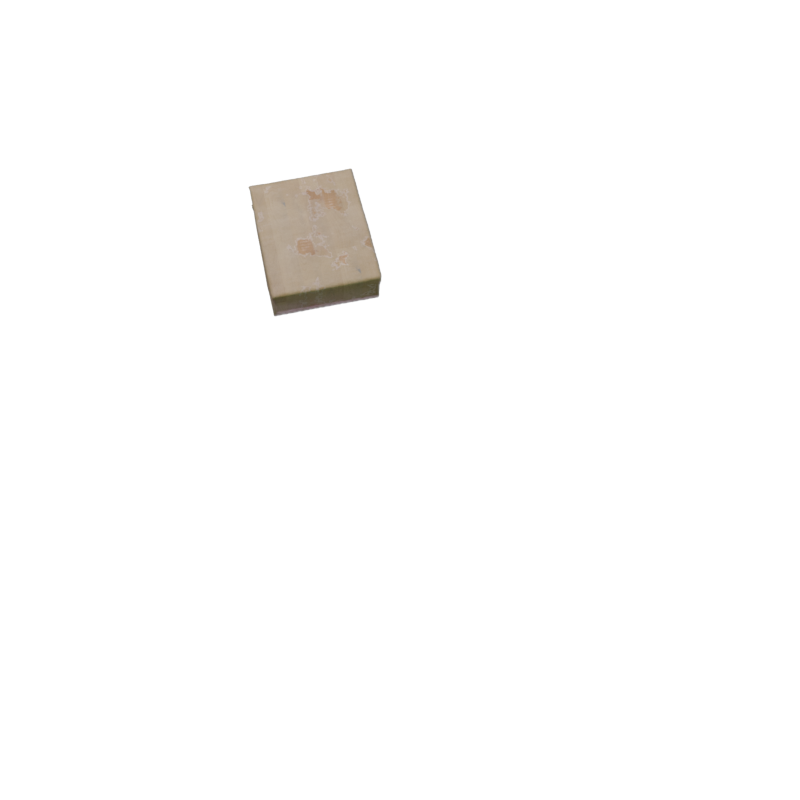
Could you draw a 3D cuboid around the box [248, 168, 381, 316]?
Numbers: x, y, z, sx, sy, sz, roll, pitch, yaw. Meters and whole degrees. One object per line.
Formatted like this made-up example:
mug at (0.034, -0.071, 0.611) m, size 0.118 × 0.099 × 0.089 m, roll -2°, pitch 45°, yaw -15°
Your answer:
box at (-0.072, -0.131, 0.918) m, size 0.089 × 0.122 × 0.036 m, roll -11°, pitch -30°, yaw -7°
